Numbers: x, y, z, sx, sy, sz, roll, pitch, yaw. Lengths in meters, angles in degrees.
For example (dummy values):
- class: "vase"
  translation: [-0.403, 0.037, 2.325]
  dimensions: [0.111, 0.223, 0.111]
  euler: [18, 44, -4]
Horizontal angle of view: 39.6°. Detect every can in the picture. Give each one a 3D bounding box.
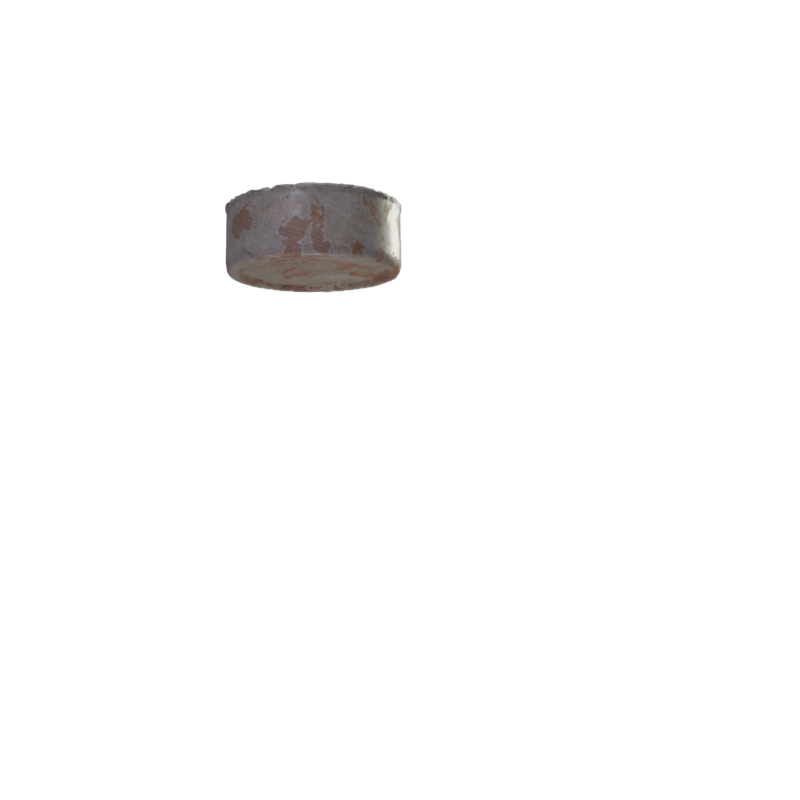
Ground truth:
- class: "can"
  translation: [-0.042, -0.076, 0.535]
  dimensions: [0.086, 0.034, 0.084]
  euler: [0, -8, -2]
